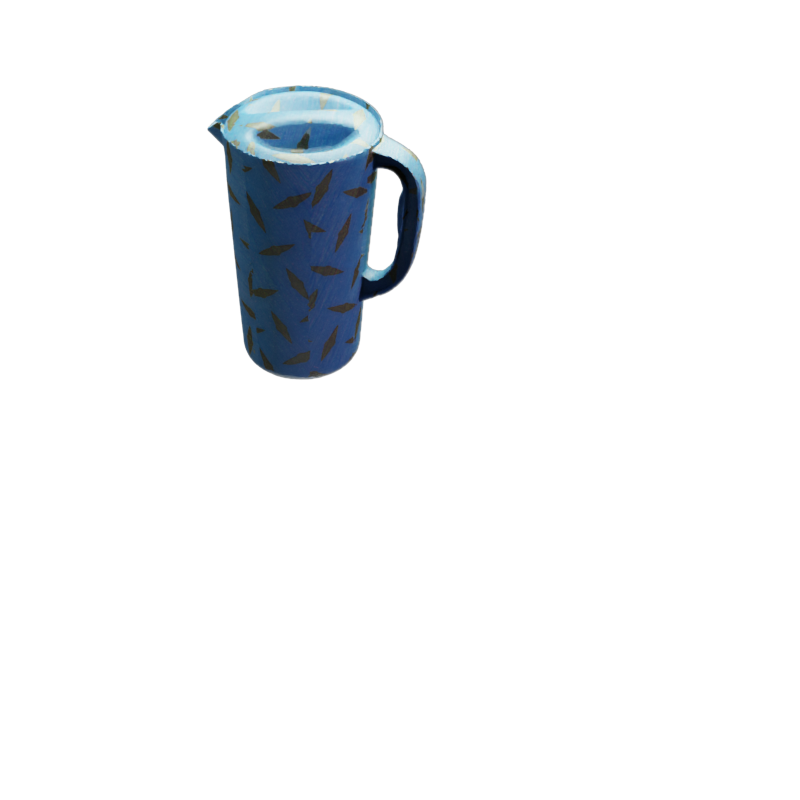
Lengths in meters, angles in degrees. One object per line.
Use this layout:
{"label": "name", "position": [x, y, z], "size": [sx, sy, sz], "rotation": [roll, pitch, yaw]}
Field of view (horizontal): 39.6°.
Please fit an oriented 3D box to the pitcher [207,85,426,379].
{"label": "pitcher", "position": [-0.075, -0.137, 0.958], "size": [0.143, 0.227, 0.161], "rotation": [-16, 42, -22]}
